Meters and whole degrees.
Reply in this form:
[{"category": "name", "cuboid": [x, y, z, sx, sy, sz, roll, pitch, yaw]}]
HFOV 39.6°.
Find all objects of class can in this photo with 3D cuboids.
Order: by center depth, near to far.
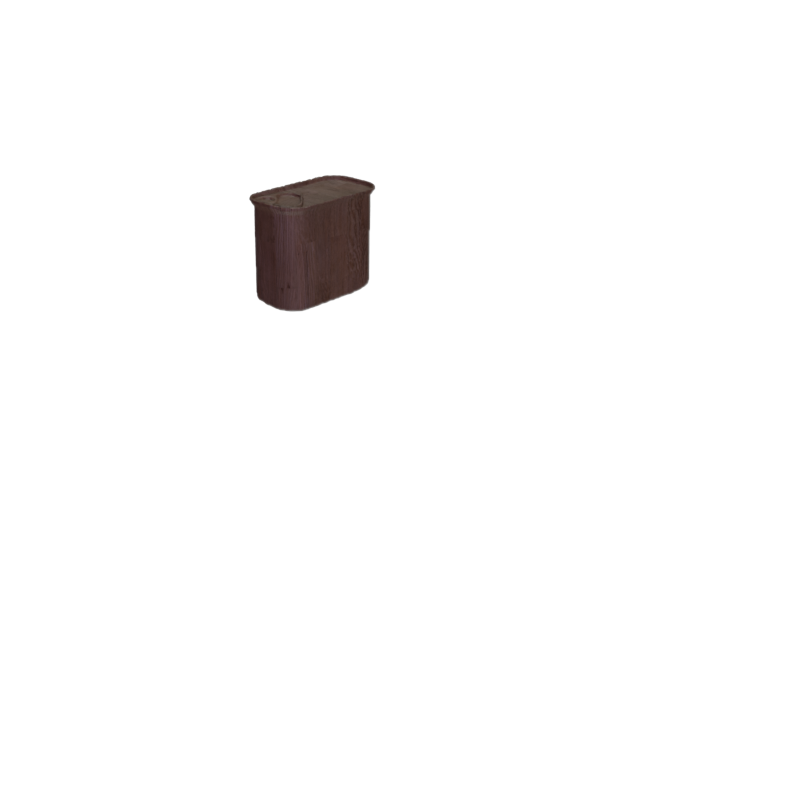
[{"category": "can", "cuboid": [-0.068, -0.124, 0.869, 0.061, 0.080, 0.101, 19, 29, 39]}]
